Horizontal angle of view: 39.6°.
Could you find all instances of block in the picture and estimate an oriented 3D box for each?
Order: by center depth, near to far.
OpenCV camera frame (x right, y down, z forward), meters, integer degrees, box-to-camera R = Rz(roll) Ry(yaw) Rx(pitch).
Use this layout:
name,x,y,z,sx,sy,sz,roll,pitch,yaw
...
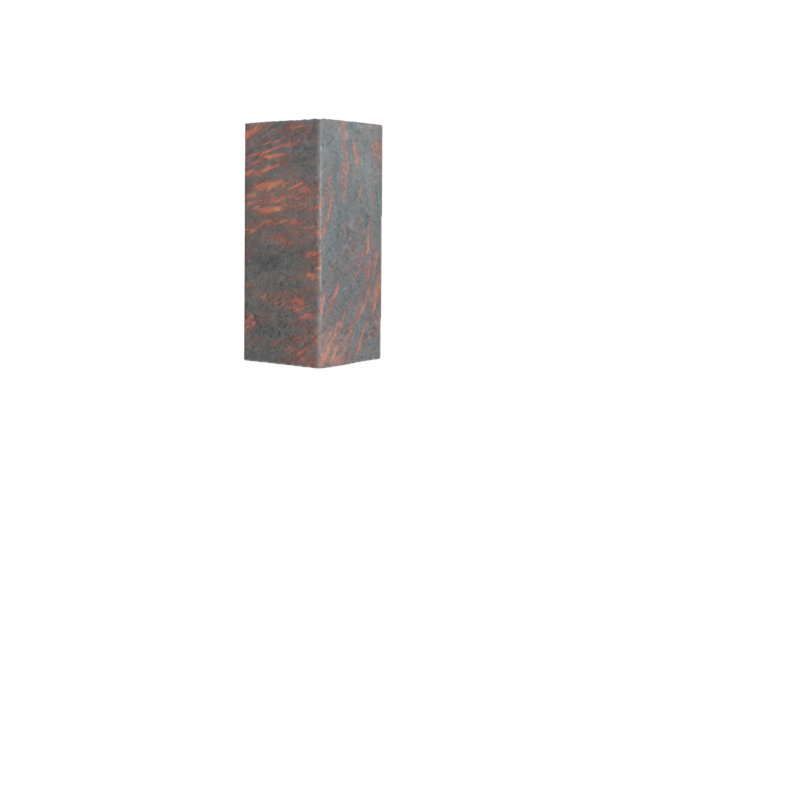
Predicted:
name,x,y,z,sx,sy,sz,roll,pitch,yaw
block,-0.075,-0.138,0.967,0.094,0.205,0.087,2,3,37
